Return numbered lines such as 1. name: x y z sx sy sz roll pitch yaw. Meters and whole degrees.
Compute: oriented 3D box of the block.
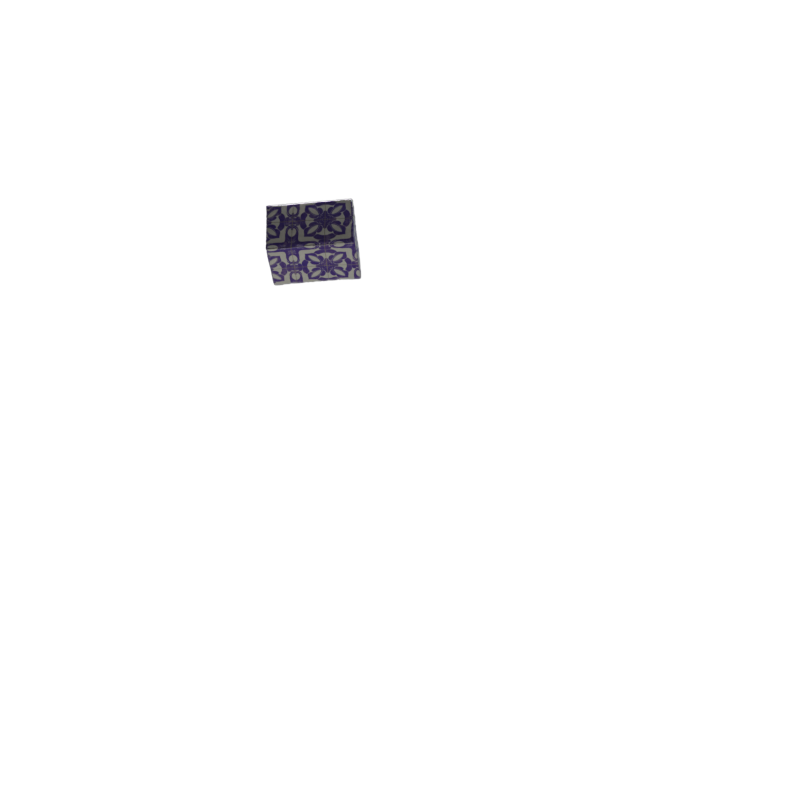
1. block: -0.075 -0.137 0.959 0.078 0.055 0.049 -4 -36 4
